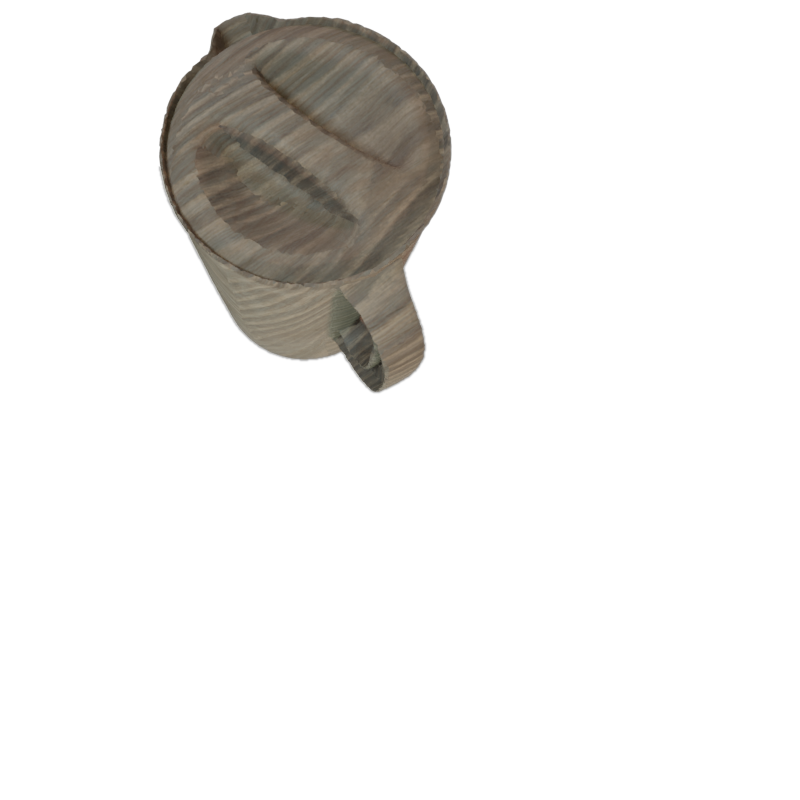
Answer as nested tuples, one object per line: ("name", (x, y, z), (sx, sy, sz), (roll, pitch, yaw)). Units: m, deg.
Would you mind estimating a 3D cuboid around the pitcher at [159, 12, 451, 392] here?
("pitcher", (-0.048, -0.087, 0.608), (0.146, 0.153, 0.235), (17, -12, 0))
